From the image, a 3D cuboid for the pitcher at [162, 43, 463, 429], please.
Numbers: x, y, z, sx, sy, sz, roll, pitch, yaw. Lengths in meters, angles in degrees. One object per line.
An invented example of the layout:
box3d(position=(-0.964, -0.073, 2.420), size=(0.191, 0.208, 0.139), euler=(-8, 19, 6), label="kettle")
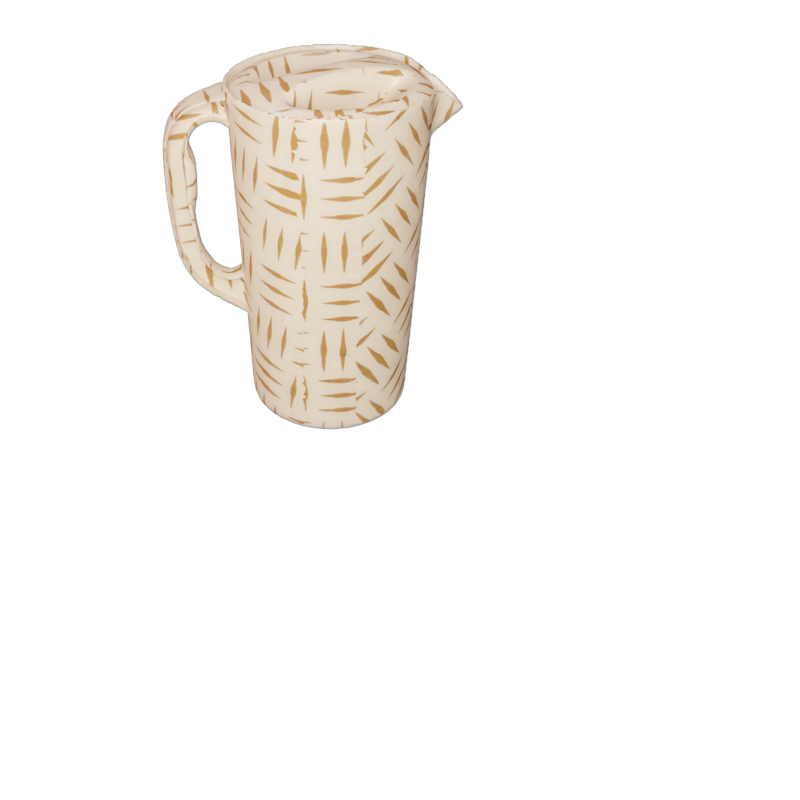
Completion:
box3d(position=(-0.058, -0.105, 0.737), size=(0.158, 0.228, 0.146), euler=(23, 37, 30), label="pitcher")
